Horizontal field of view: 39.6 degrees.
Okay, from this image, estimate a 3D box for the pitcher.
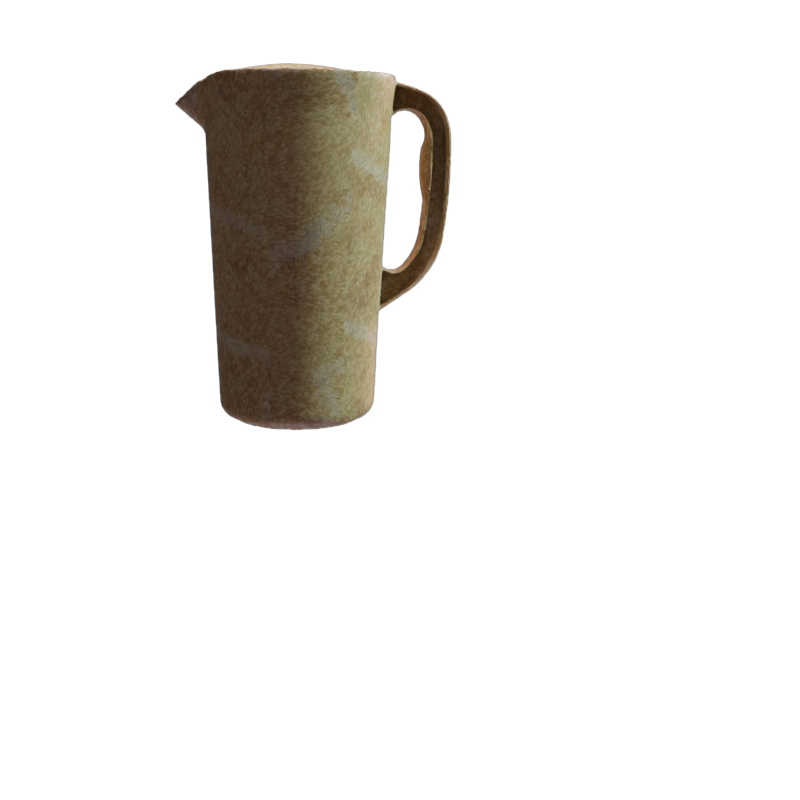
[{"bbox_3d":[-0.060,-0.110,0.768,0.156,0.240,0.141,6,9,35],"label":"pitcher"}]
